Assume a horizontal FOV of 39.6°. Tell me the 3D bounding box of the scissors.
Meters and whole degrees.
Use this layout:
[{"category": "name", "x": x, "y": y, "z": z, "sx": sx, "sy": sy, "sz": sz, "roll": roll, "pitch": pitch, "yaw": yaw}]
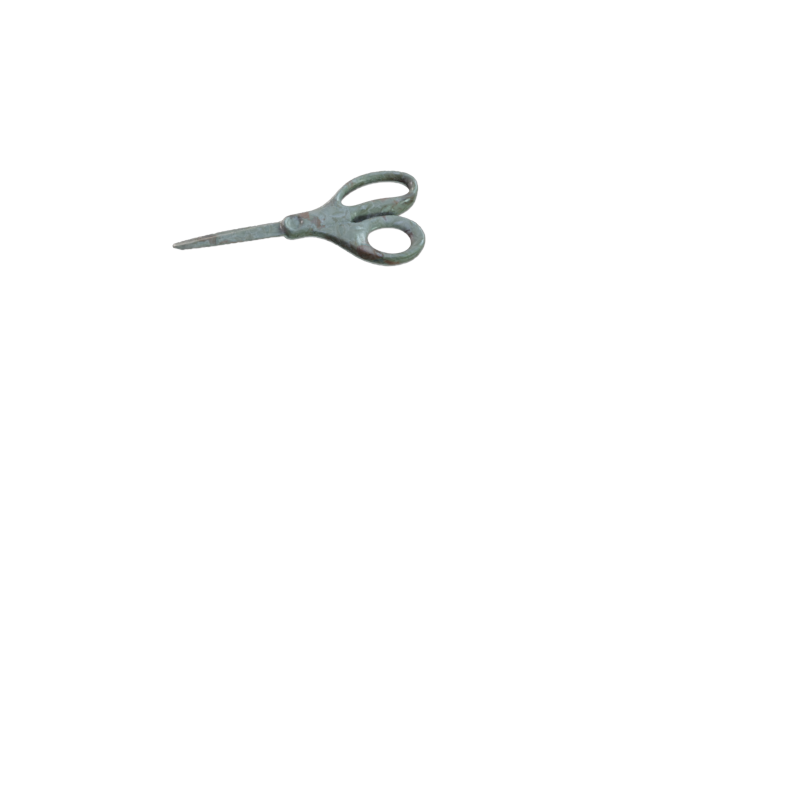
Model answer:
[{"category": "scissors", "x": -0.068, "y": -0.125, "z": 0.873, "sx": 0.201, "sy": 0.103, "sz": 0.015, "roll": -25, "pitch": -29, "yaw": -15}]
